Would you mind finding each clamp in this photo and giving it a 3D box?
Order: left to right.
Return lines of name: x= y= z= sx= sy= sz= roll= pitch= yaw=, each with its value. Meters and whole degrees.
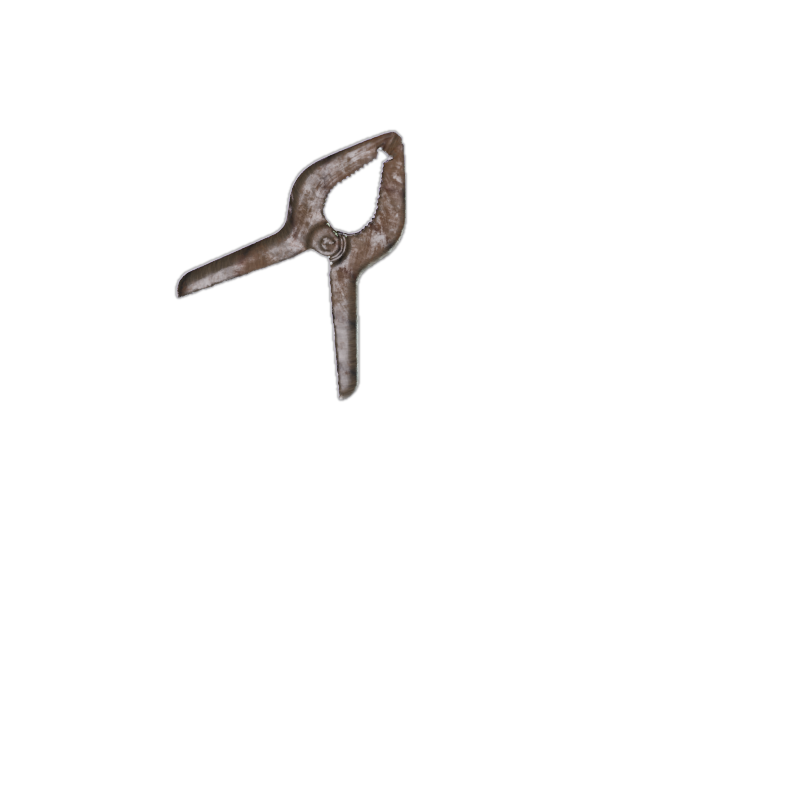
clamp: x=-0.068 y=-0.124 z=0.872 sx=0.163 sy=0.208 sz=0.037 roll=26 pitch=6 yaw=-3
